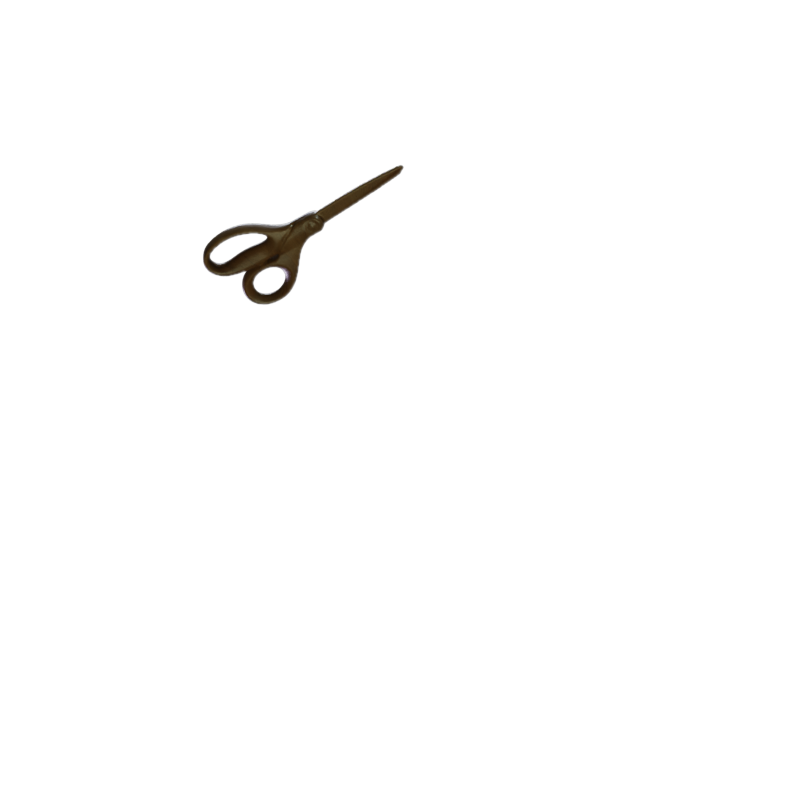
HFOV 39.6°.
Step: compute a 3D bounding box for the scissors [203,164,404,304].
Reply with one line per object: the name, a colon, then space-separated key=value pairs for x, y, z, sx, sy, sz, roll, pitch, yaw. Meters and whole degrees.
scissors: x=-0.078 y=-0.142 z=0.993 sx=0.203 sy=0.089 sz=0.017 roll=-16 pitch=38 yaw=13
